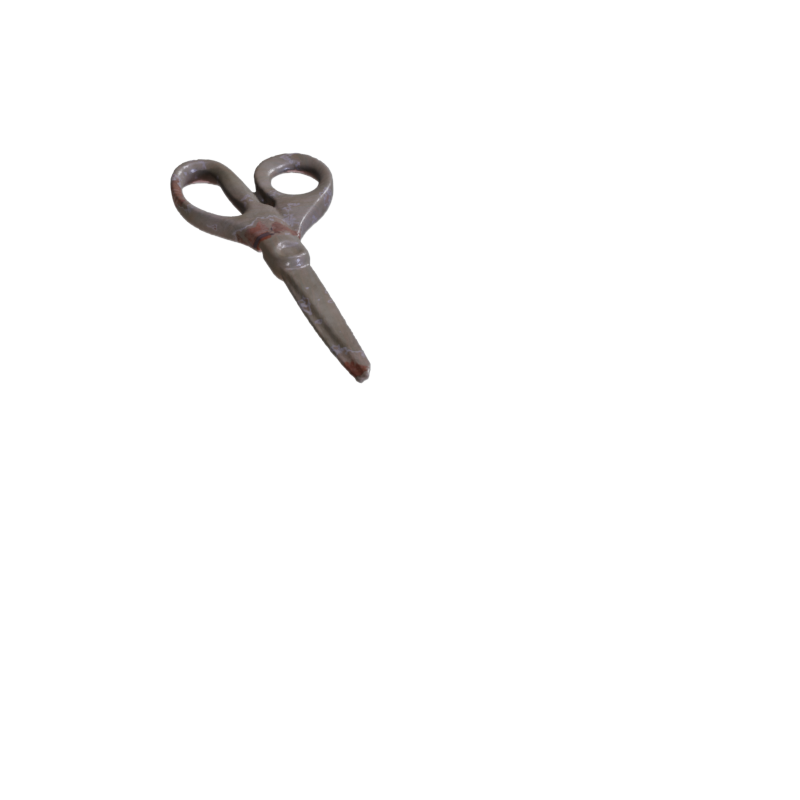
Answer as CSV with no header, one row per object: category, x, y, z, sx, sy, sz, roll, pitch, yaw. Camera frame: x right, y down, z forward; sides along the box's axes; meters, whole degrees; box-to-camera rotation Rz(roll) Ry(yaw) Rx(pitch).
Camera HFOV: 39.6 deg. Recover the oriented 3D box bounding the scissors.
scissors,-0.044,-0.079,0.556,0.095,0.015,0.217,-25,44,-28
